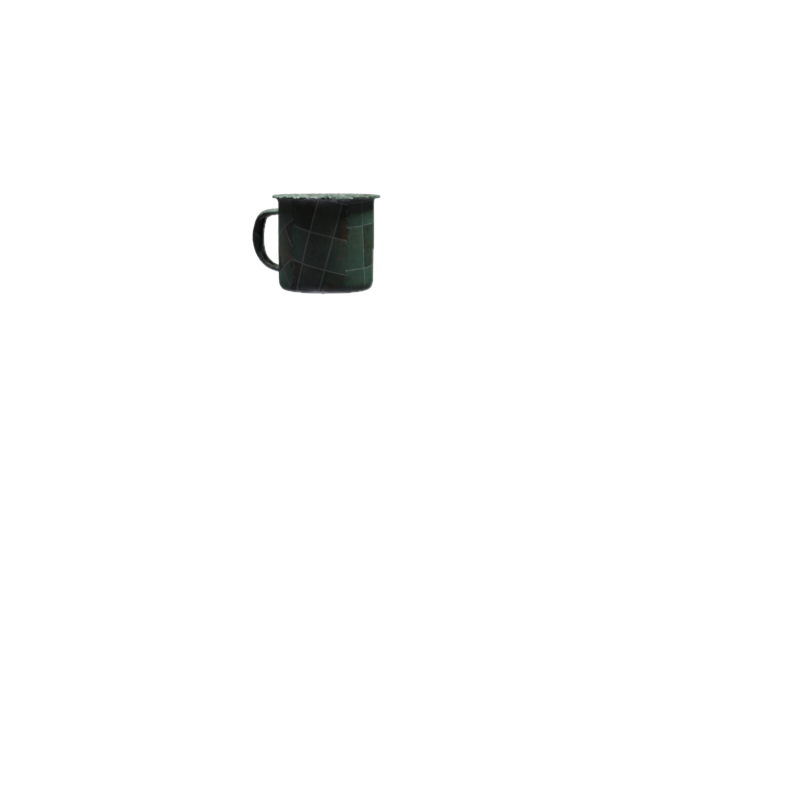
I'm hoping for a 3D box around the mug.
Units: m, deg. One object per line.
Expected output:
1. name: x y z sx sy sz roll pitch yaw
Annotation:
1. mug: -0.075 -0.136 0.955 0.121 0.080 0.092 4 9 22
